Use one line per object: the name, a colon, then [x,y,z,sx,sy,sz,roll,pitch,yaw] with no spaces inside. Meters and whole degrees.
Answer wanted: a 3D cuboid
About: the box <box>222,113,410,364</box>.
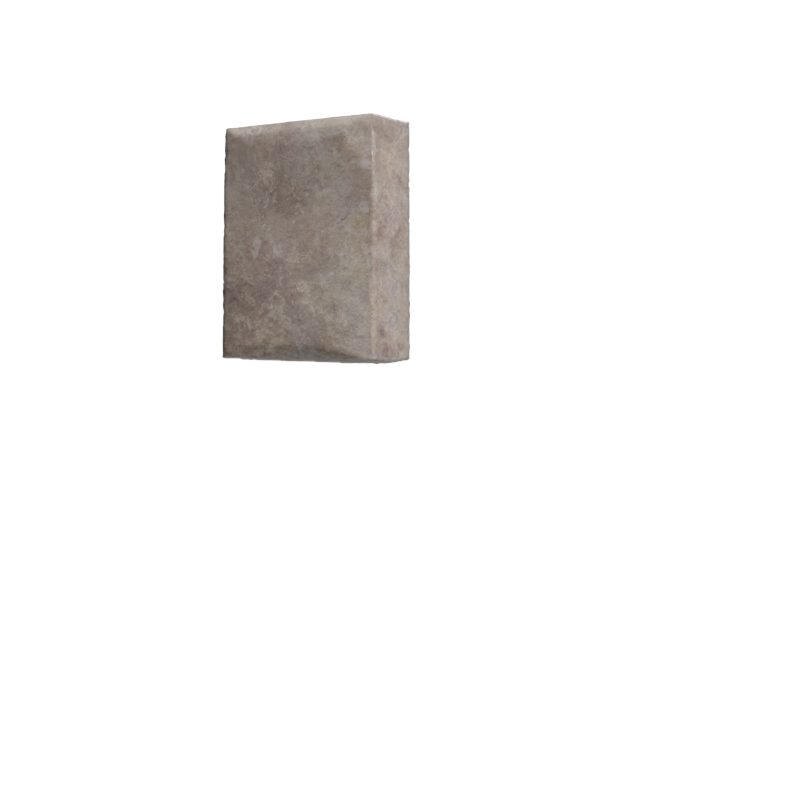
box: [-0.078,-0.142,0.994,0.170,0.215,0.069,0,-2,32]
